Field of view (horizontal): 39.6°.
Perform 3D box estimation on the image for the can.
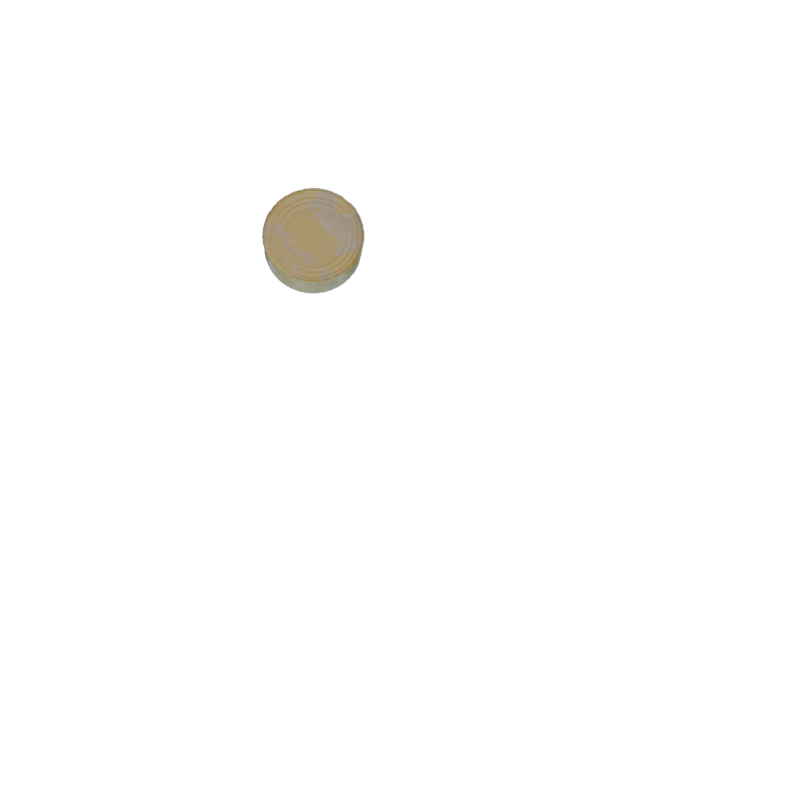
[{"bbox_3d":[-0.074,-0.135,0.944,0.086,0.090,0.032,-1,-20,-1],"label":"can"}]
